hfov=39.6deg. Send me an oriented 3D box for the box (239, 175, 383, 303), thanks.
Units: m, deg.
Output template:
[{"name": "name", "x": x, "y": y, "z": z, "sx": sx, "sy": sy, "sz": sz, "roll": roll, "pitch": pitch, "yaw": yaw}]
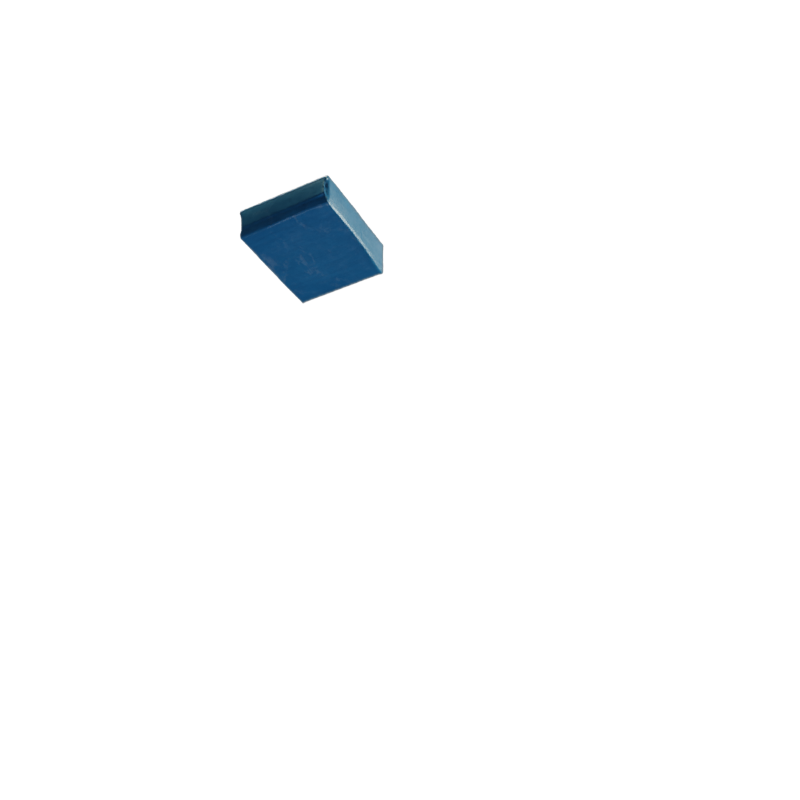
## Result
[{"name": "box", "x": -0.078, "y": -0.142, "z": 0.994, "sx": 0.091, "sy": 0.042, "sz": 0.105, "roll": -18, "pitch": -41, "yaw": 21}]
